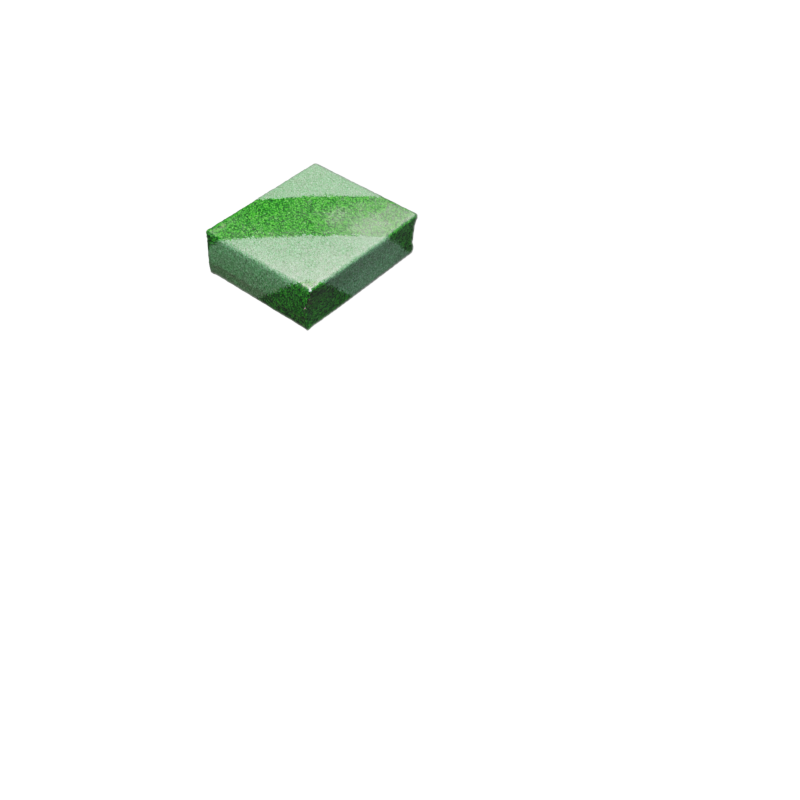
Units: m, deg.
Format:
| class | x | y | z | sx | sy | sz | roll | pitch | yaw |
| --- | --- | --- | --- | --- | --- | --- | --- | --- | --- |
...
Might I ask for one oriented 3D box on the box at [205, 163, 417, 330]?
| class | x | y | z | sx | sy | sz | roll | pitch | yaw |
| --- | --- | --- | --- | --- | --- | --- | --- | --- | --- |
| box | -0.057 | -0.104 | 0.729 | 0.095 | 0.036 | 0.115 | 28 | 50 | 27 |
